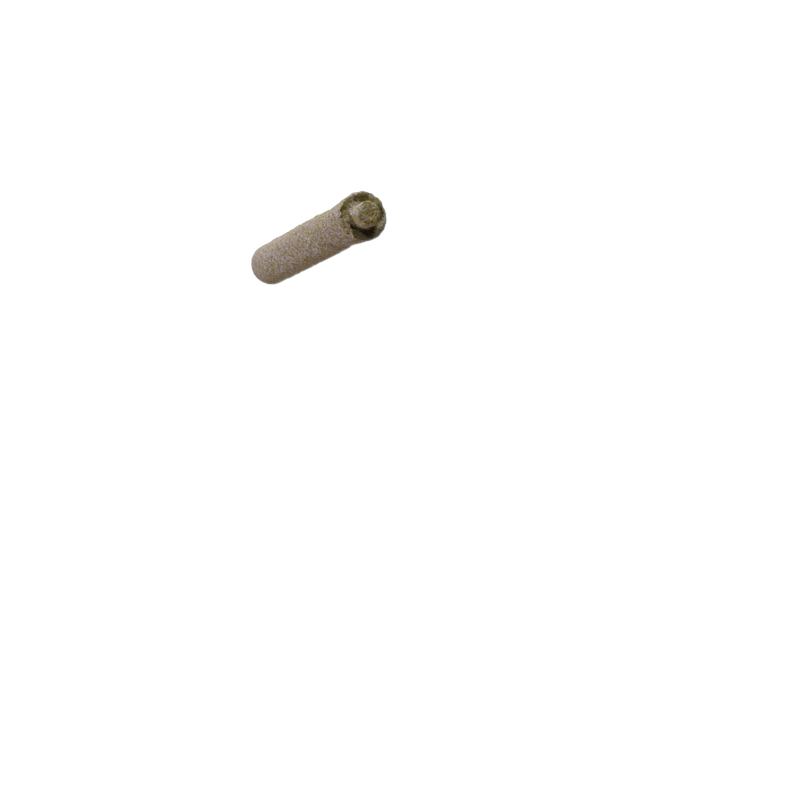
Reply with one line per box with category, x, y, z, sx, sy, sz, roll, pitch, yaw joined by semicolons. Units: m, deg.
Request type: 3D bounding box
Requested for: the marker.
marker;-0.036;-0.065;0.456;0.019;0.020;0.122;-1;-2;-23
